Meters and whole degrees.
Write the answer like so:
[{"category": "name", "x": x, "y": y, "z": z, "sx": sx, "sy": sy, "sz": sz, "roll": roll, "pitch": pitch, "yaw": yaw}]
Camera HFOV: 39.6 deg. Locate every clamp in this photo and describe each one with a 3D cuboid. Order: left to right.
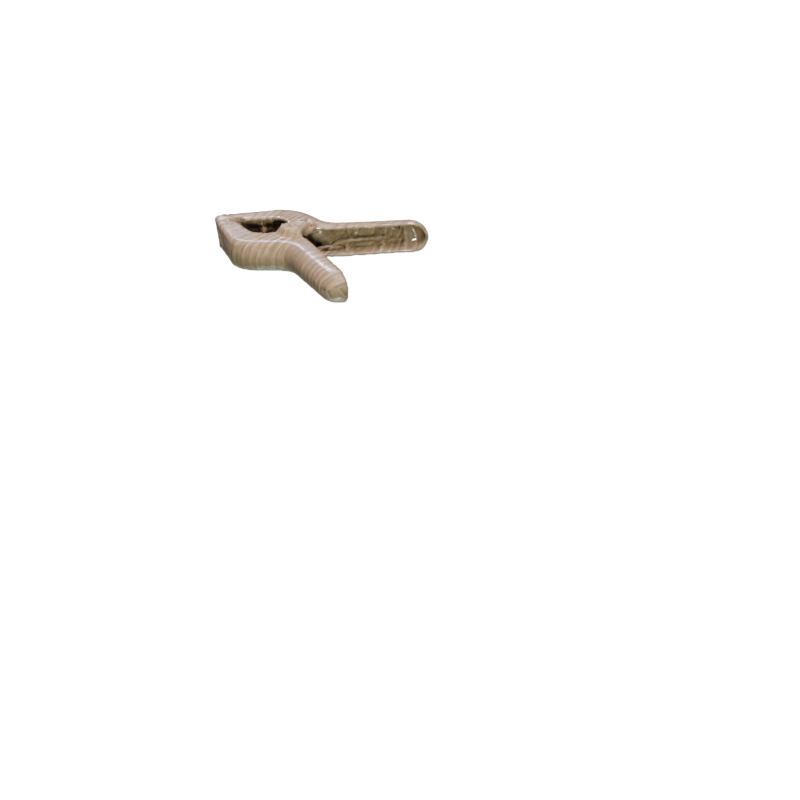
[{"category": "clamp", "x": -0.067, "y": -0.123, "z": 0.860, "sx": 0.182, "sy": 0.037, "sz": 0.119, "roll": 23, "pitch": 34, "yaw": 39}]
